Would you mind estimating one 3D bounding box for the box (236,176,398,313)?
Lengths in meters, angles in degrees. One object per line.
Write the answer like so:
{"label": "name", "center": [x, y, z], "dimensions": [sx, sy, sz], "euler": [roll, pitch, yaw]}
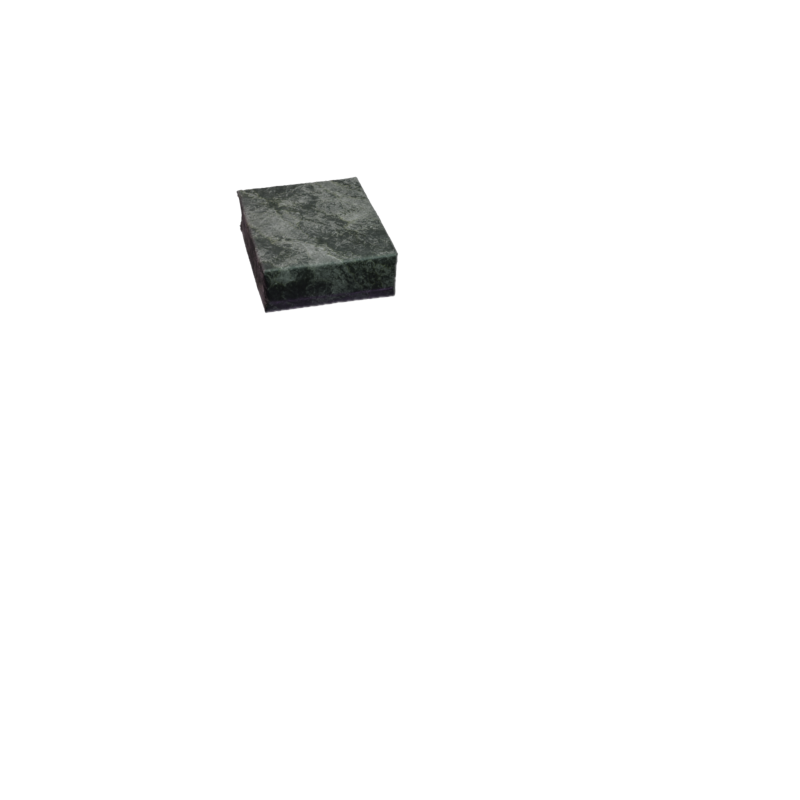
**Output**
{"label": "box", "center": [-0.059, -0.109, 0.760], "dimensions": [0.089, 0.036, 0.122], "euler": [-8, 36, -12]}
